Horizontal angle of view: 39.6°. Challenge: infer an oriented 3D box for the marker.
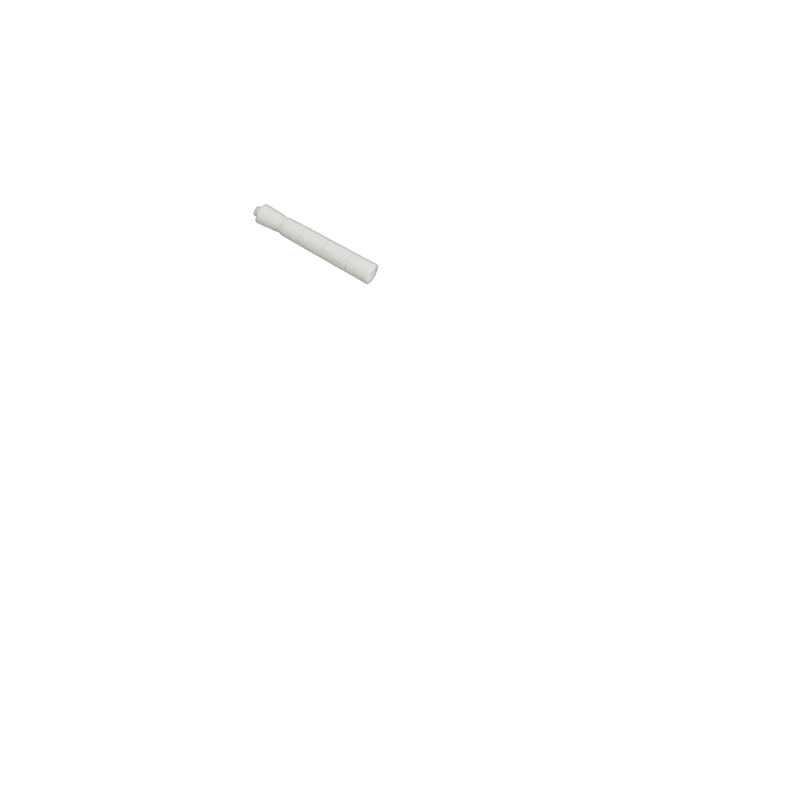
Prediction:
[{"bbox_3d":[-0.075,-0.136,0.951,0.126,0.019,0.019,31,13,18],"label":"marker"}]
